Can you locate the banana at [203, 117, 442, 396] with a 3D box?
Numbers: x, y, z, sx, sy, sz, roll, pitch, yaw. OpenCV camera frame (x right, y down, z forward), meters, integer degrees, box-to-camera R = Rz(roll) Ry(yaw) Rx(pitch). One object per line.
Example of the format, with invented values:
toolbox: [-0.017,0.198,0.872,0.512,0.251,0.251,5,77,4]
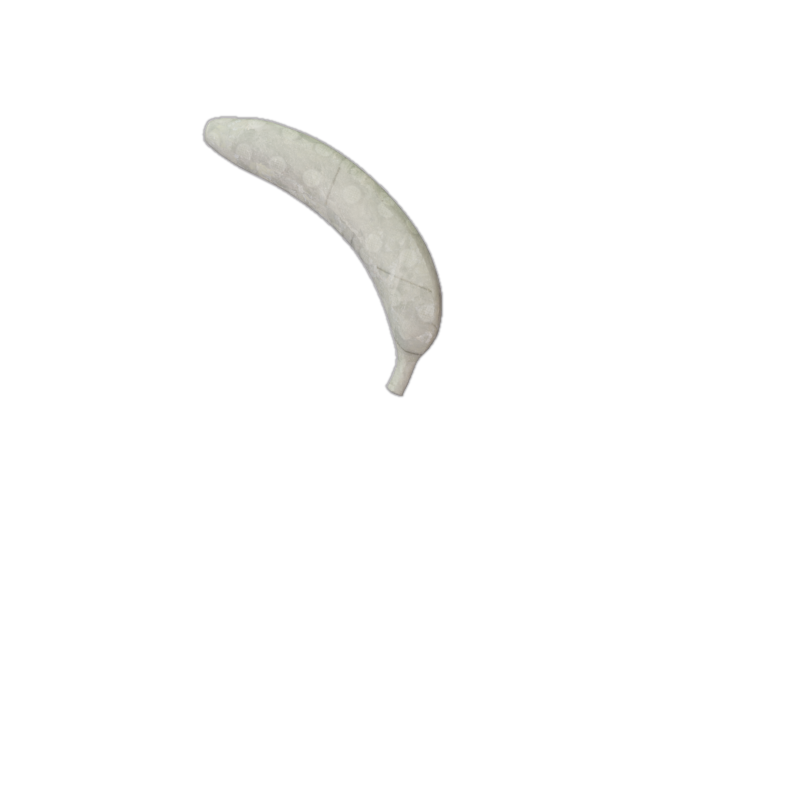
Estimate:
banana: [-0.033,-0.100,0.647,0.070,0.201,0.036,-36,-6,-4]
